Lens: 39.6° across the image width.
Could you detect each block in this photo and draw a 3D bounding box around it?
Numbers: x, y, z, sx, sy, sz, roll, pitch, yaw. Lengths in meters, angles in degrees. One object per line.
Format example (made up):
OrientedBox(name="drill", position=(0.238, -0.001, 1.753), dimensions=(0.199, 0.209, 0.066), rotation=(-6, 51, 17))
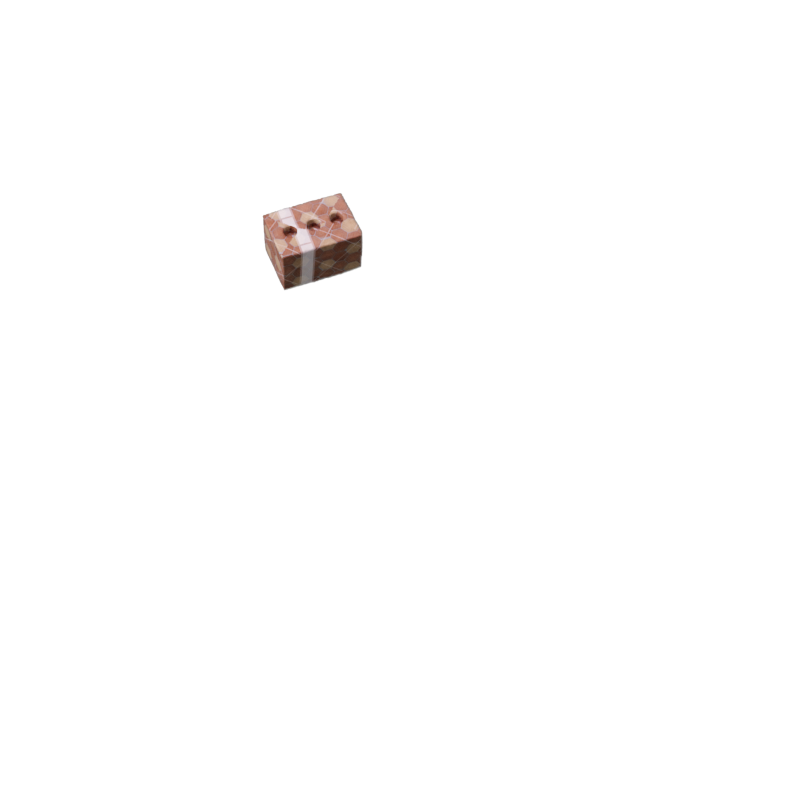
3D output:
OrientedBox(name="block", position=(-0.078, -0.142, 0.995), dimensions=(0.077, 0.057, 0.048), rotation=(-18, -32, -14))
